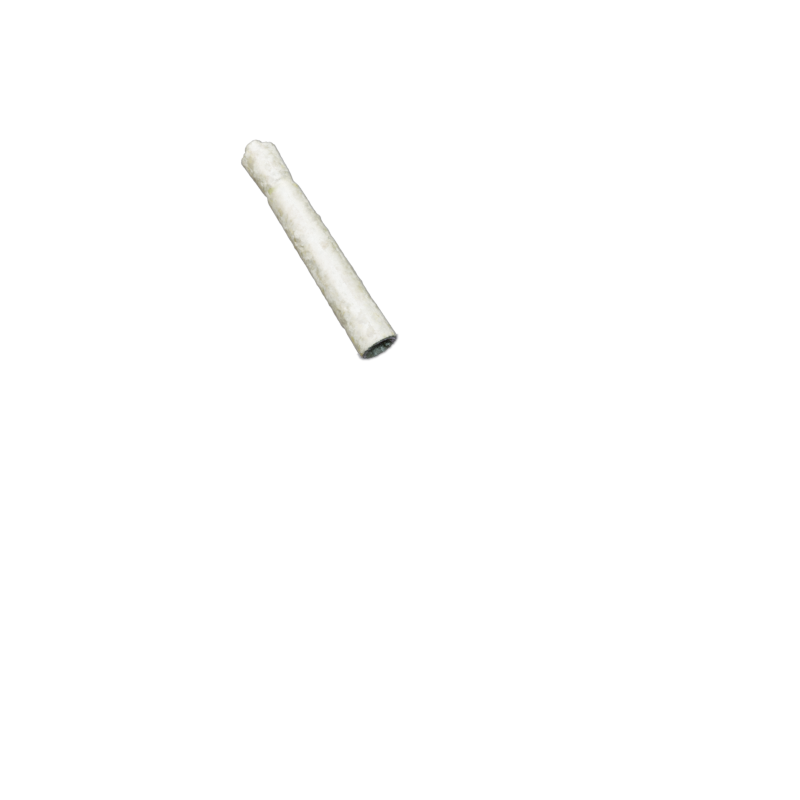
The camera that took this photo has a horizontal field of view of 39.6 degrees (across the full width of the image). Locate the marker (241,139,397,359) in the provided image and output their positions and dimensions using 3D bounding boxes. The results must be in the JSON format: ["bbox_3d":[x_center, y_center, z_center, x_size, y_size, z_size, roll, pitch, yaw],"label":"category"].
[{"bbox_3d":[-0.040,-0.073,0.511,0.020,0.128,0.019,-26,-23,-13],"label":"marker"}]
